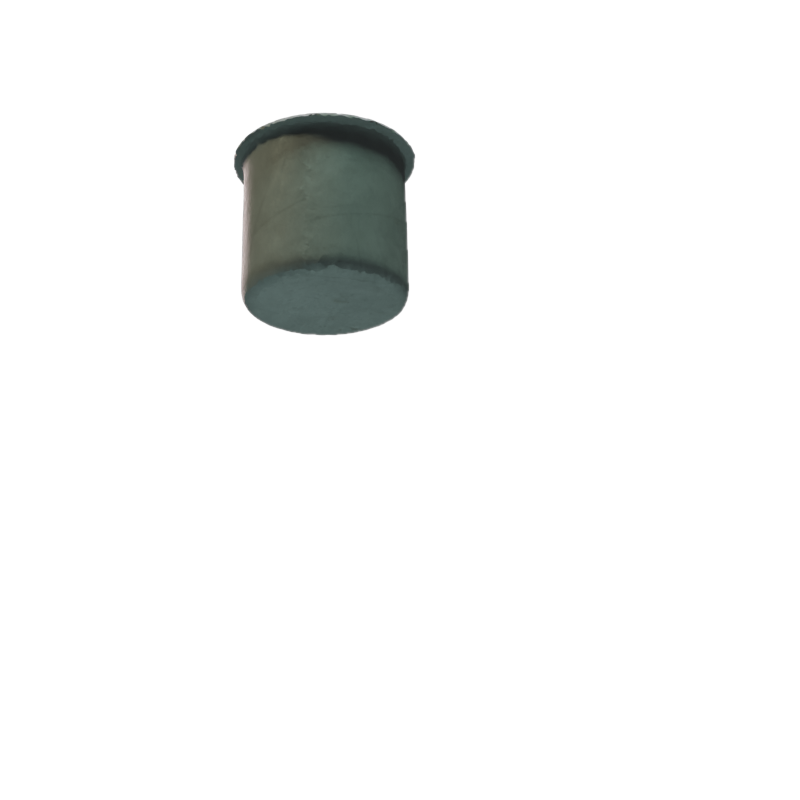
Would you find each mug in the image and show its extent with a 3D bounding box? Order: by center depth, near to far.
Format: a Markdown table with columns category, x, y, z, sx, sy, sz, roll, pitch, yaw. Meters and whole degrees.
| category | x | y | z | sx | sy | sz | roll | pitch | yaw |
| --- | --- | --- | --- | --- | --- | --- | --- | --- | --- |
| mug | -0.044 | -0.080 | 0.561 | 0.089 | 0.086 | 0.116 | 13 | -26 | -29 |
